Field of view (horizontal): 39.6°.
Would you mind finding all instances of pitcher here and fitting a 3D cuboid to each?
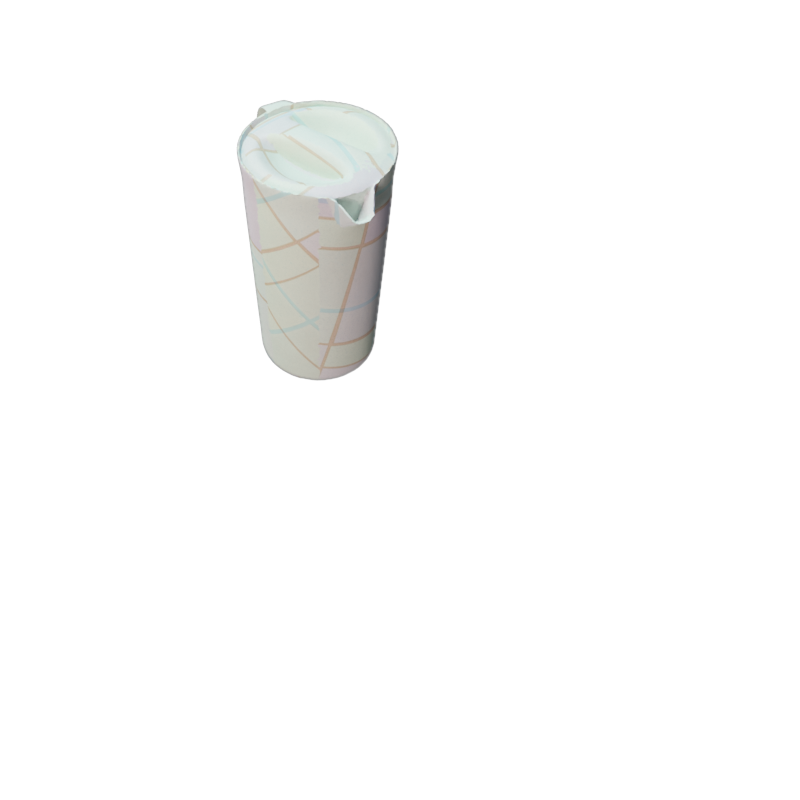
[{"bbox_3d":[-0.078,-0.142,0.993,0.148,0.226,0.157,13,46,9],"label":"pitcher"}]
